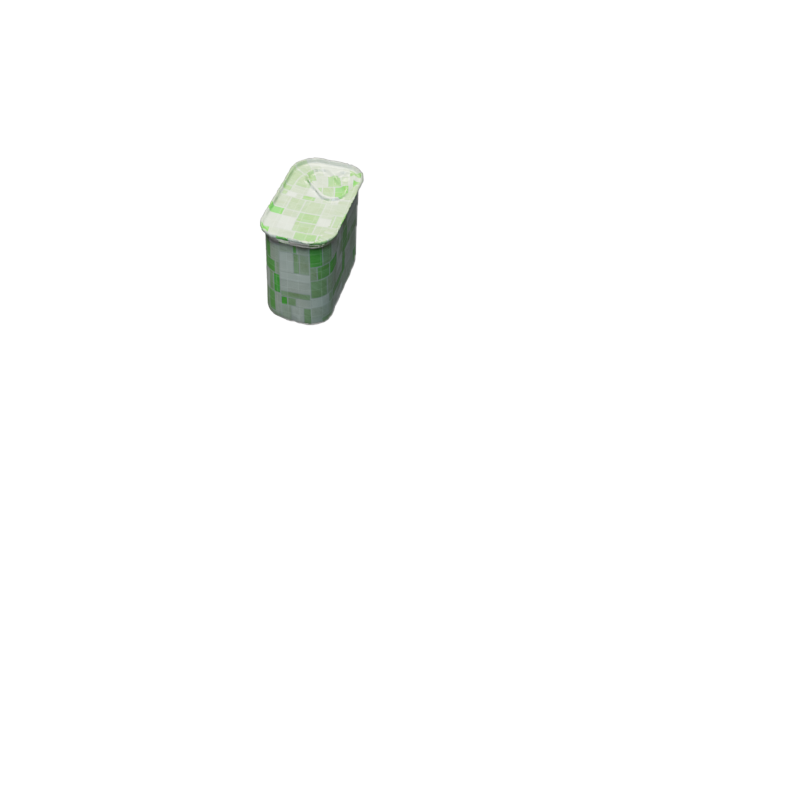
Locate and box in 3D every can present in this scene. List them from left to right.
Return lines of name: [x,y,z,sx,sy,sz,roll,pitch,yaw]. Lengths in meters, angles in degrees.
can: [-0.066,-0.120,0.840,0.059,0.078,0.107,12,44,10]
